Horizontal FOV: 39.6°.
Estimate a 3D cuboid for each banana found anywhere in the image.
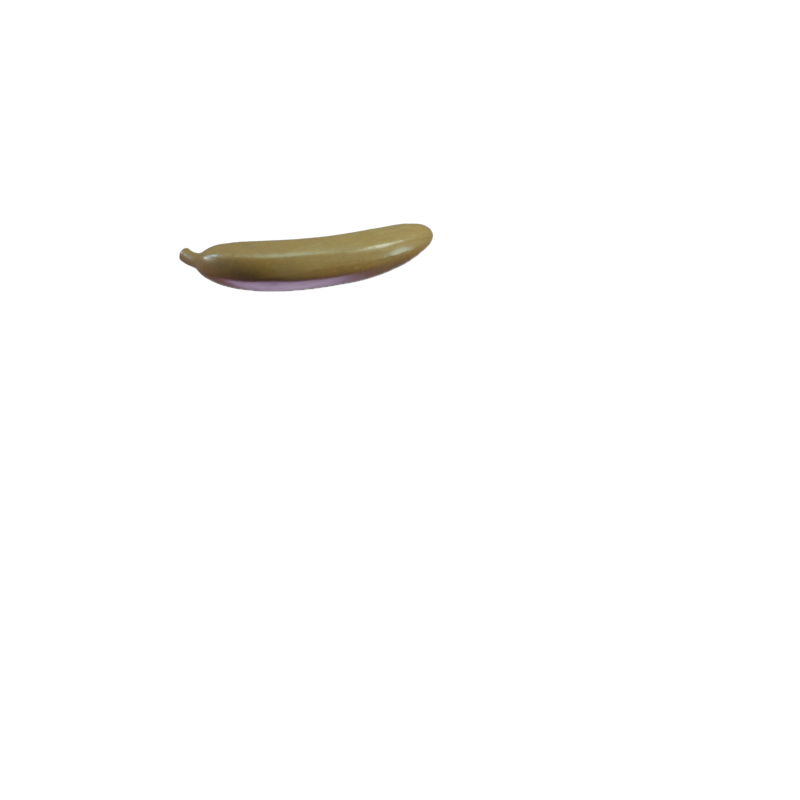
[{"bbox_3d":[-0.067,-0.110,0.834,0.196,0.034,0.075,-4,35,-6],"label":"banana"}]
